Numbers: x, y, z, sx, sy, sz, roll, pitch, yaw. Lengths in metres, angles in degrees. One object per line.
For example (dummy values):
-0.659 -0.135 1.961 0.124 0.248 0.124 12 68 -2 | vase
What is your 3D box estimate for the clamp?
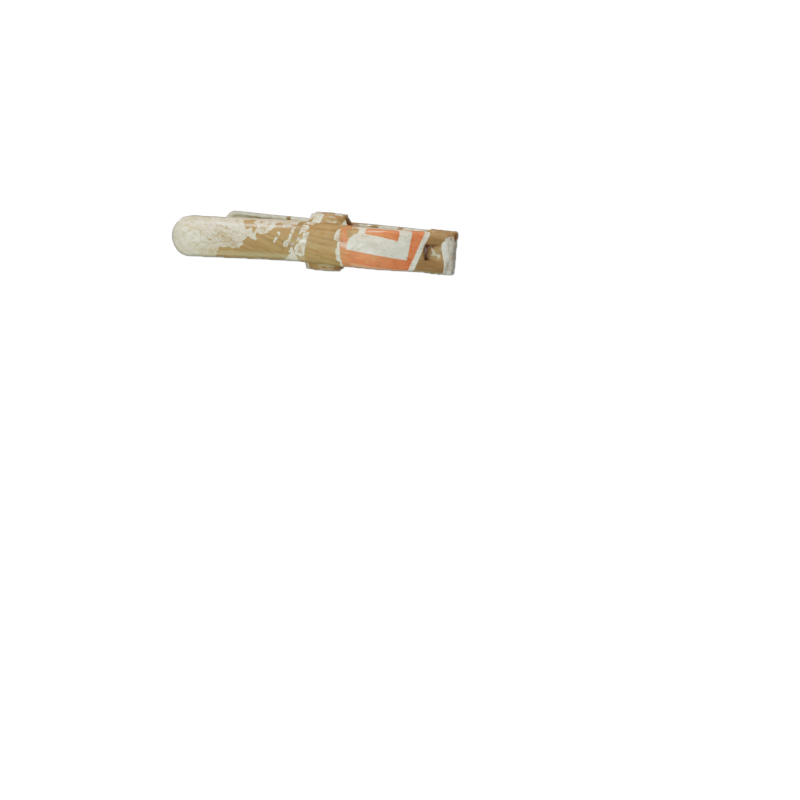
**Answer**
-0.054 -0.098 0.688 0.176 0.038 0.120 6 17 18 | clamp
